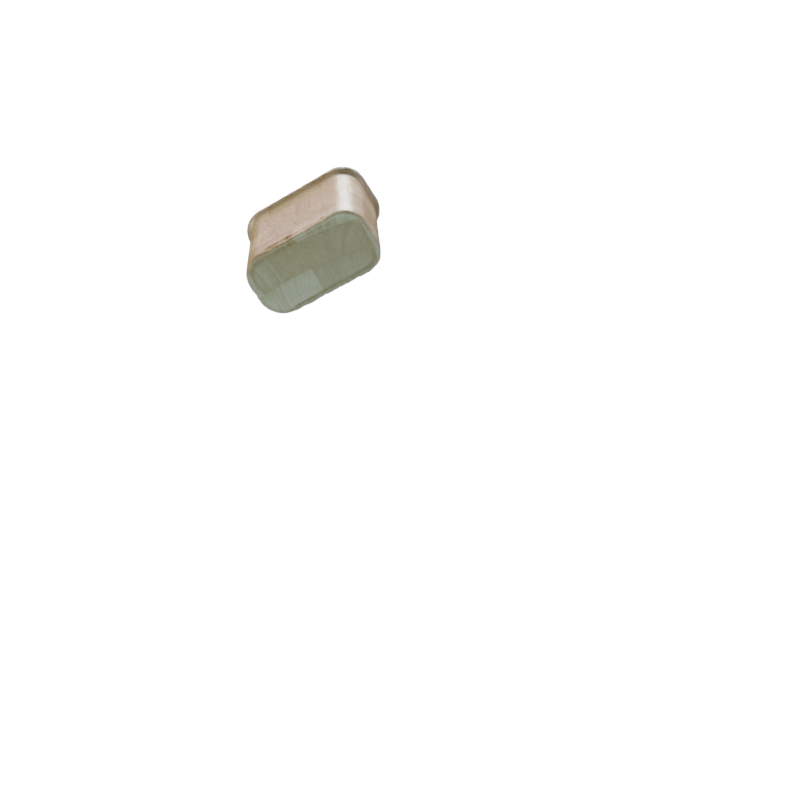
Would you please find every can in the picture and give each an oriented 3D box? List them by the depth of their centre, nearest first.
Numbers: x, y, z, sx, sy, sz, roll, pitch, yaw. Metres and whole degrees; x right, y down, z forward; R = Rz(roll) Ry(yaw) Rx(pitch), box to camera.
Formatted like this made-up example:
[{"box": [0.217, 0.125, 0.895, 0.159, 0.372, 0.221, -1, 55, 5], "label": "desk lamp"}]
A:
[{"box": [-0.064, -0.117, 0.820, 0.102, 0.054, 0.089, -28, 27, 12], "label": "can"}]
